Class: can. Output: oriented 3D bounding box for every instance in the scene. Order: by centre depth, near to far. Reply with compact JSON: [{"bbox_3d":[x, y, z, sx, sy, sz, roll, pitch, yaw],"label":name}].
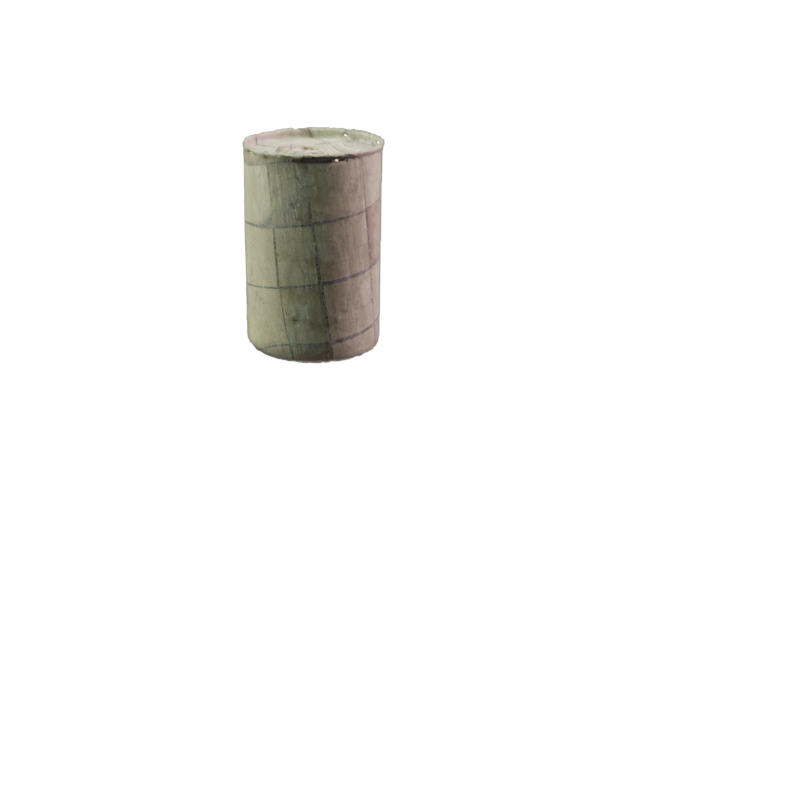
[{"bbox_3d":[-0.043,-0.078,0.543,0.068,0.098,0.072,0,19,-2],"label":"can"}]
